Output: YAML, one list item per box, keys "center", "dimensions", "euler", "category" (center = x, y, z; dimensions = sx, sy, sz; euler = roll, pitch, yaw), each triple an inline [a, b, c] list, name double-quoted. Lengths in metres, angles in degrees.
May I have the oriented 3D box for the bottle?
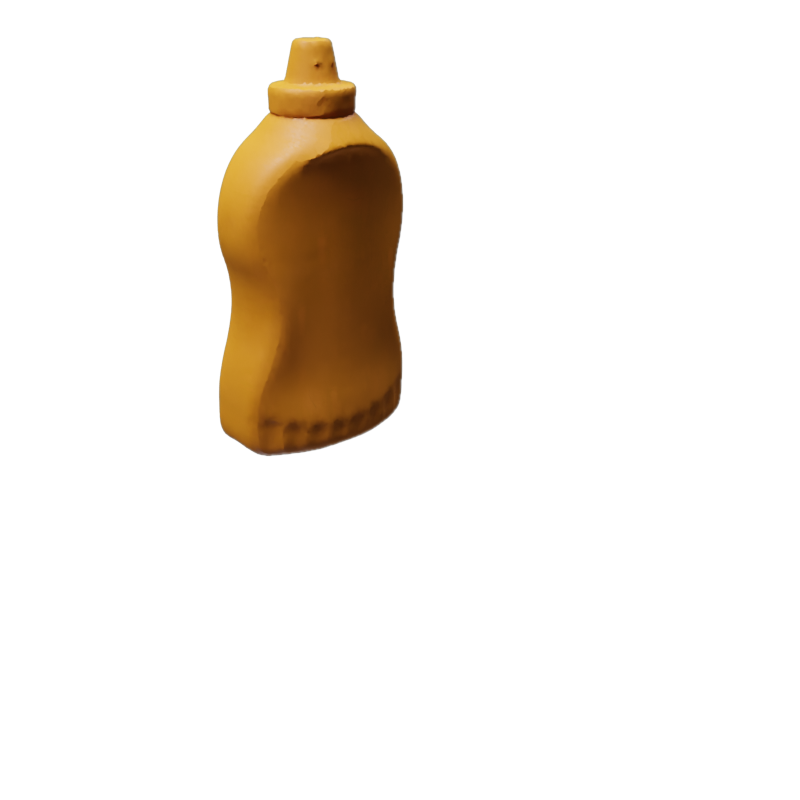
- center: [-0.042, -0.076, 0.530]
  dimensions: [0.094, 0.184, 0.062]
  euler: [-13, 23, -36]
  category: "bottle"
